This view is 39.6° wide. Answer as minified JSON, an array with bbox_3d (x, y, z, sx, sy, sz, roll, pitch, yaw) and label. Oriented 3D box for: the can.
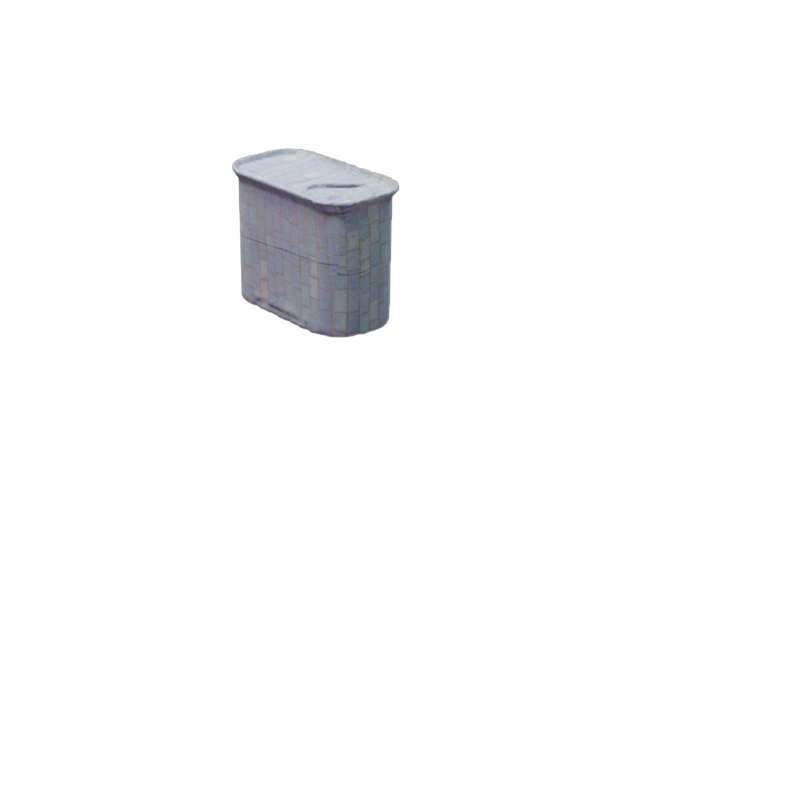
[{"bbox_3d":[-0.050,-0.092,0.641,0.057,0.080,0.109,-20,33,-39],"label":"can"}]
